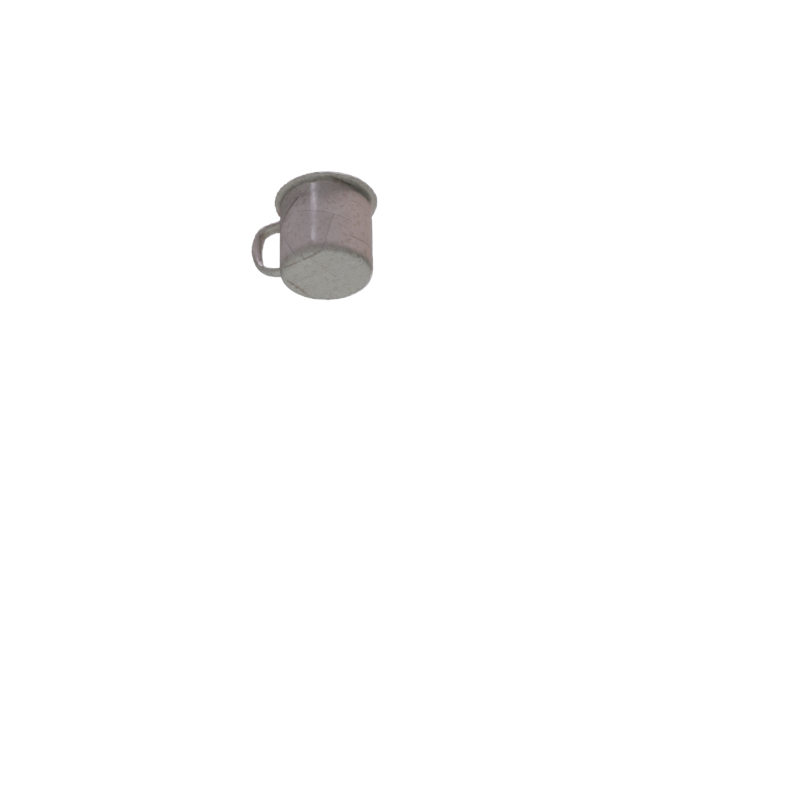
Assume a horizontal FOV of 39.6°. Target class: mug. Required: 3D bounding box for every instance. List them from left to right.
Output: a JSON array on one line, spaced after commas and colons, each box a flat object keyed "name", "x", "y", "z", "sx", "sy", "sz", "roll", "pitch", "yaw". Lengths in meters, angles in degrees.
[{"name": "mug", "x": -0.077, "y": -0.140, "z": 0.983, "sx": 0.118, "sy": 0.087, "sz": 0.086, "roll": -9, "pitch": -31, "yaw": 14}]
